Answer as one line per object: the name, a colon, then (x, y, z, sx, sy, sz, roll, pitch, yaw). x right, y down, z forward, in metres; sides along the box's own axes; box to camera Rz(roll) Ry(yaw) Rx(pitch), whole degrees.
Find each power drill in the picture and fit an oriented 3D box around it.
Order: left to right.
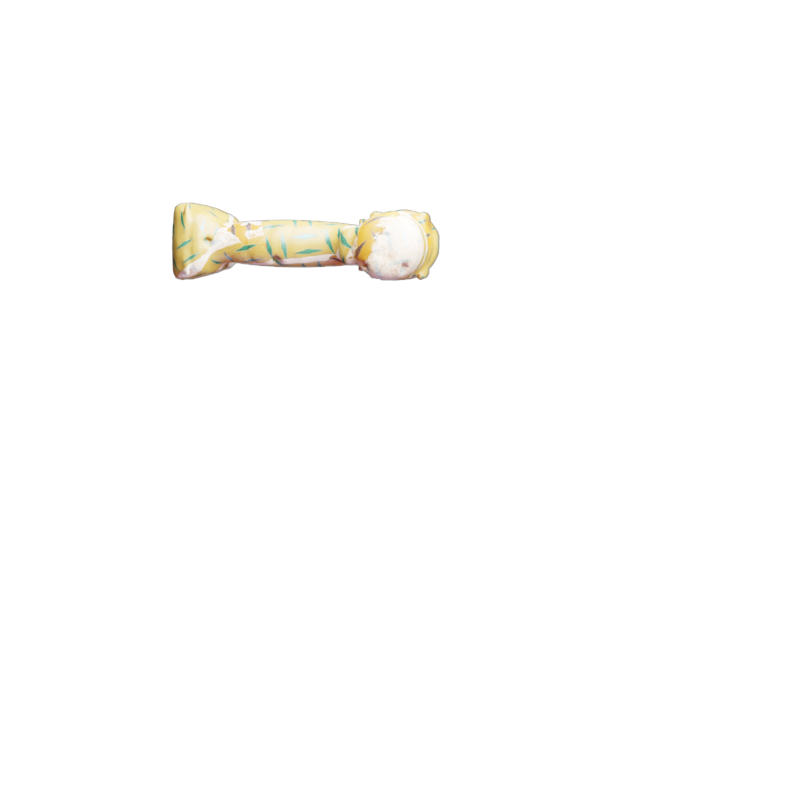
power drill: (-0.065, -0.119, 0.833, 0.190, 0.057, 0.183, 1, 6, 9)
